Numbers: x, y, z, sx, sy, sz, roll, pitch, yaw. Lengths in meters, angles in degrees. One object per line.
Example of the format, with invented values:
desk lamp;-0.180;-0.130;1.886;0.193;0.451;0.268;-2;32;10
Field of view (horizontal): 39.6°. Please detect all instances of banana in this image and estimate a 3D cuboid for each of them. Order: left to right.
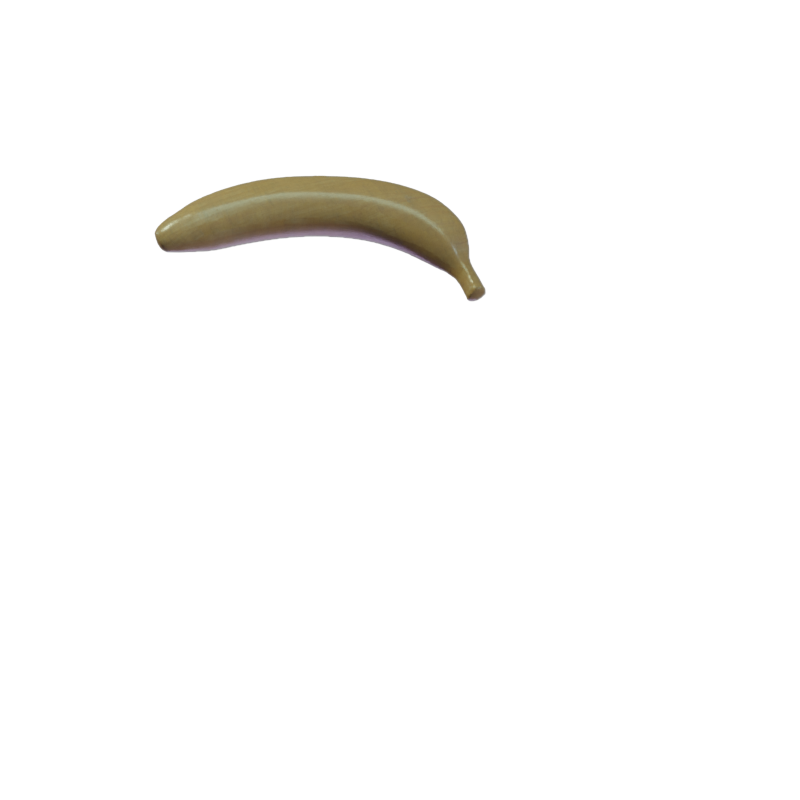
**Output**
banana;-0.045;-0.106;0.664;0.200;0.034;0.074;8;46;8
